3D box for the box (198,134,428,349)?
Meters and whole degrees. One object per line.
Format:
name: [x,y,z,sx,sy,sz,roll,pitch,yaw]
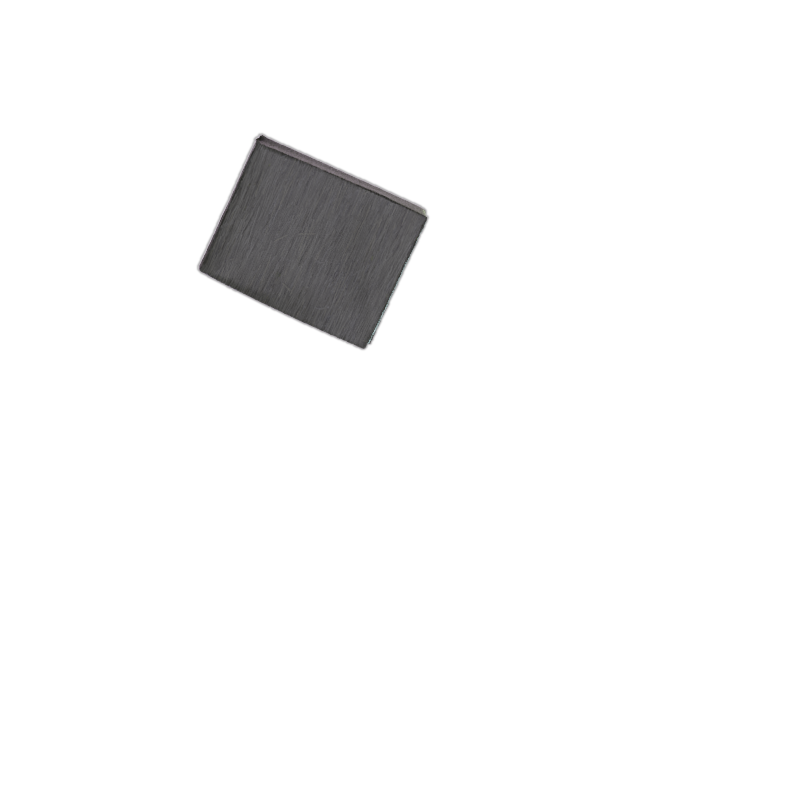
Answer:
box: [-0.052,-0.094,0.661,0.112,0.088,0.040,24,10,-5]
